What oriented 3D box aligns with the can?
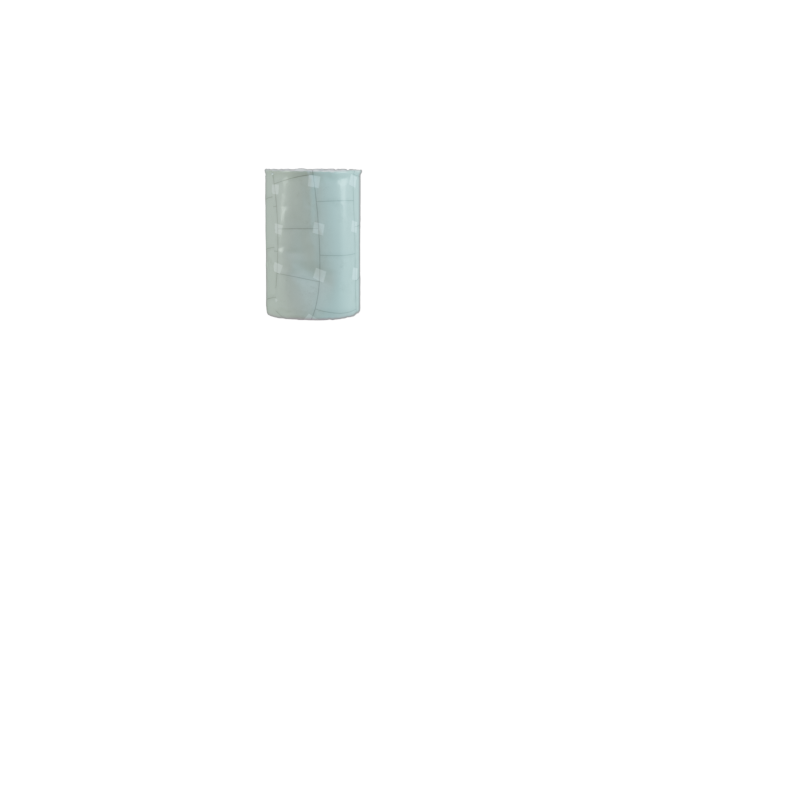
[{"bbox_3d":[-0.061,-0.111,0.776,0.068,0.101,0.070,0,7,-2],"label":"can"}]
